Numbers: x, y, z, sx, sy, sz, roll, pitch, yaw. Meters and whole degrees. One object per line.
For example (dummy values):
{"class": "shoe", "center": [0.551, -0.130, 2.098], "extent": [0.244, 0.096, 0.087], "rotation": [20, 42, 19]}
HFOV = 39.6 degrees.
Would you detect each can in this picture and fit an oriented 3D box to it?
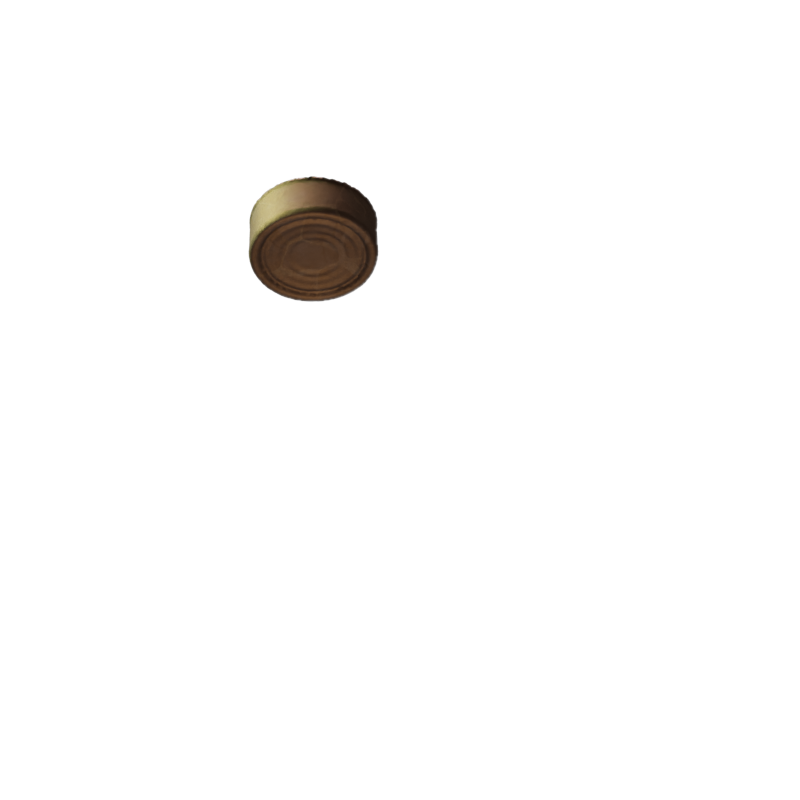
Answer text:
{"class": "can", "center": [-0.057, -0.104, 0.730], "extent": [0.086, 0.036, 0.080], "rotation": [1, -41, -1]}
